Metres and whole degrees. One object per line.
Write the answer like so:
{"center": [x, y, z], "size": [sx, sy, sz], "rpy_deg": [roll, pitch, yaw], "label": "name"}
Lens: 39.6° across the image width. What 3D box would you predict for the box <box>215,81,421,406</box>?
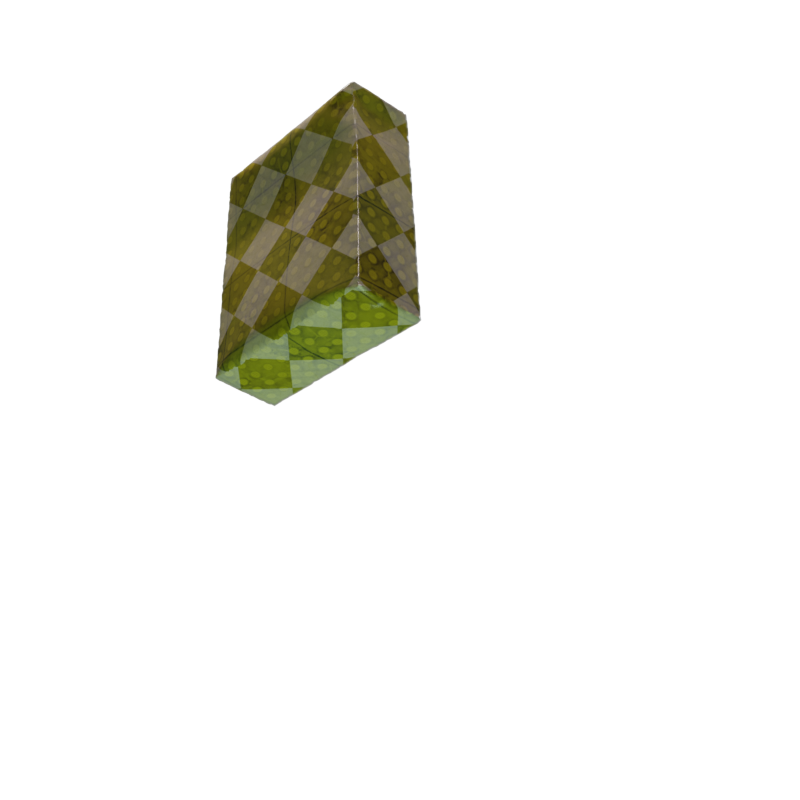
{"center": [-0.070, -0.127, 0.890], "size": [0.163, 0.229, 0.067], "rpy_deg": [-31, -44, 34], "label": "box"}
